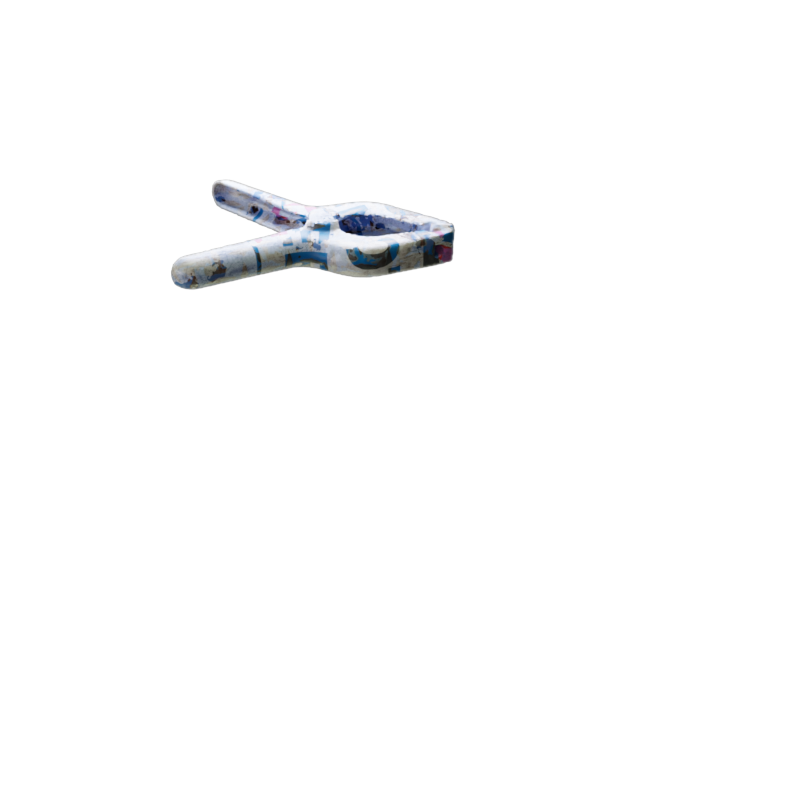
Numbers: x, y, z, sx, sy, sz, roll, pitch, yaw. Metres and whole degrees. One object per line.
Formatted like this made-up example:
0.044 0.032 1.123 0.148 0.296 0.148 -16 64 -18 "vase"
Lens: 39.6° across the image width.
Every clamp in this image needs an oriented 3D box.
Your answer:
-0.066 -0.121 0.847 0.214 0.034 0.172 7 33 10 "clamp"
